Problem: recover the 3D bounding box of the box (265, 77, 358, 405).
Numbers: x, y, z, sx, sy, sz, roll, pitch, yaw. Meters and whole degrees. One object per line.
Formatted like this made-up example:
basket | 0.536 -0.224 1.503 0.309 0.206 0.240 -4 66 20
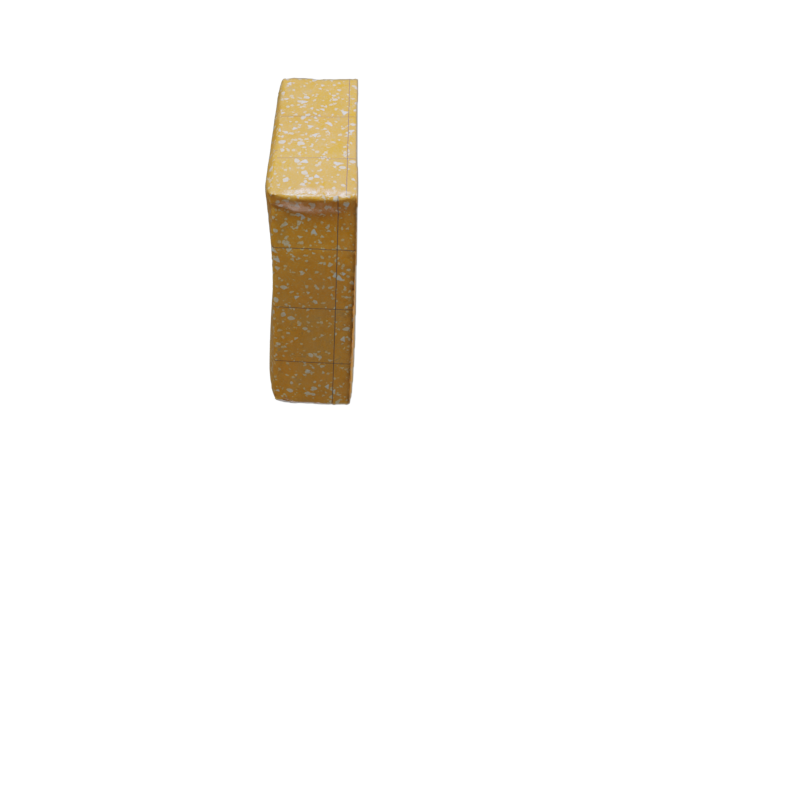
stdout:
box | -0.070 -0.128 0.897 0.072 0.199 0.176 1 42 -3
